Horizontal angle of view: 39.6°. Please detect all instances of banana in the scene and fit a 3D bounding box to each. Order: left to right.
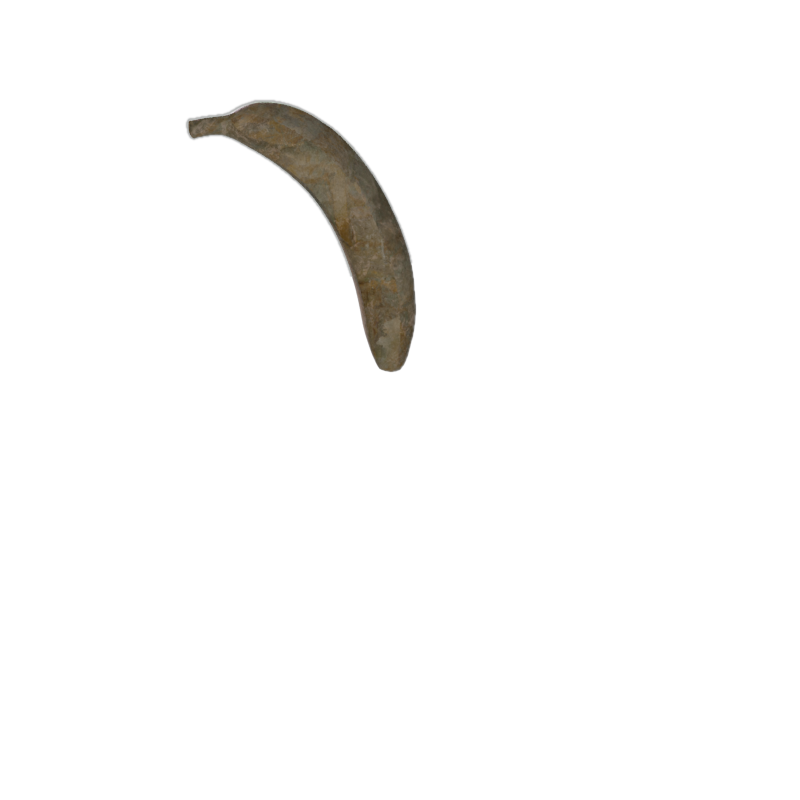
[{"bbox_3d":[-0.039,-0.108,0.659,0.069,0.191,0.038,-37,12,10],"label":"banana"}]
